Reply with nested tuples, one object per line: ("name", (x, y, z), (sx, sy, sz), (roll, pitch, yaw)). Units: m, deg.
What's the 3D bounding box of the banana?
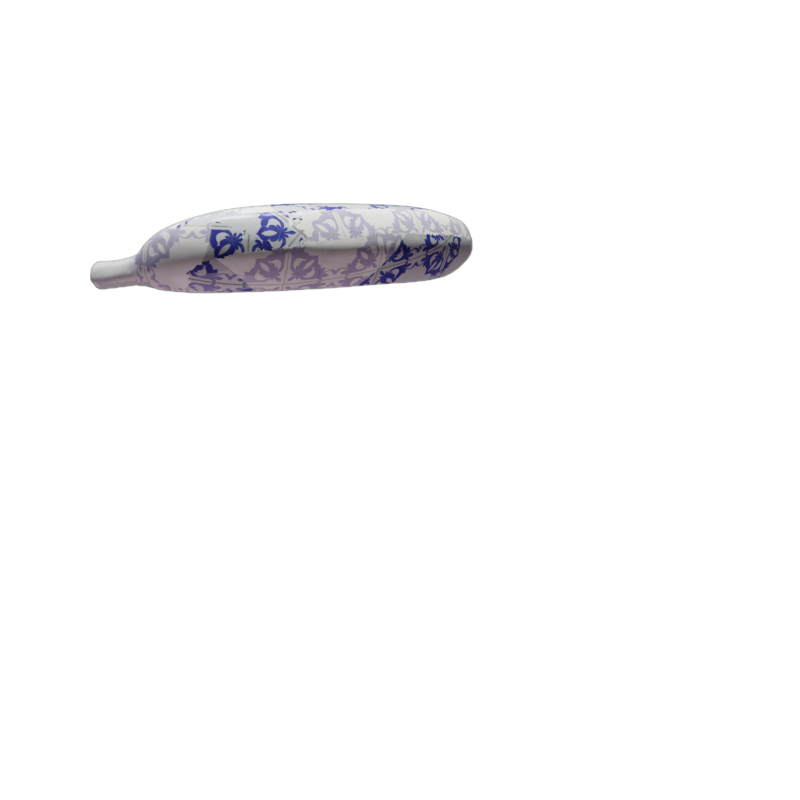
("banana", (-0.032, -0.069, 0.491), (0.192, 0.036, 0.073), (-7, 12, -32))
